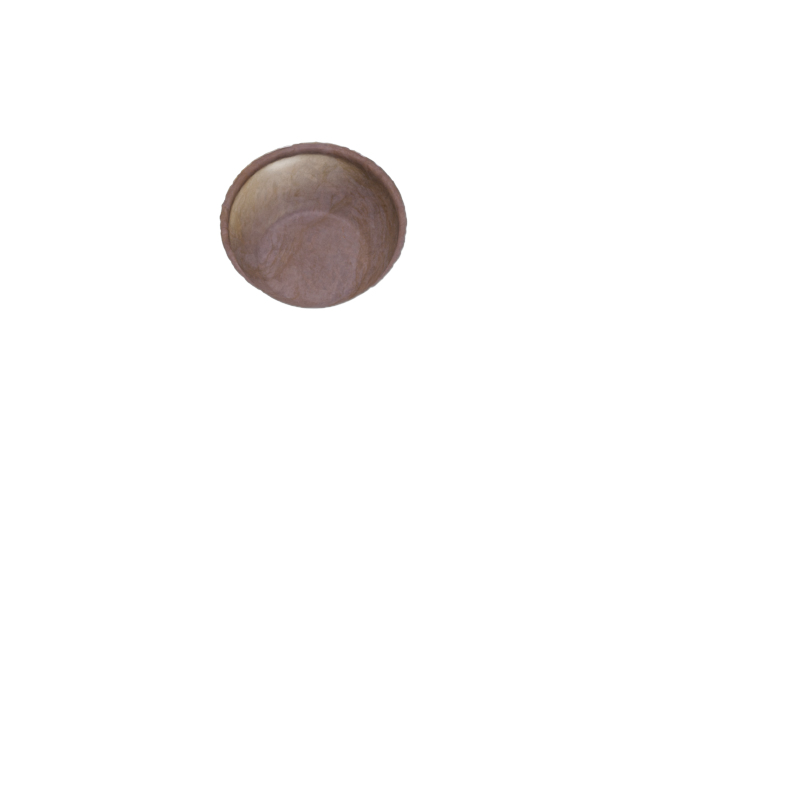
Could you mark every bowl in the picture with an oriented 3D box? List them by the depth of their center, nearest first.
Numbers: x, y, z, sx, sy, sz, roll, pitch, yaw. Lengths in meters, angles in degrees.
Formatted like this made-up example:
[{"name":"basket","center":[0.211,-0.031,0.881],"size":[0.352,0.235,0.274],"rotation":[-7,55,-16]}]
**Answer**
[{"name":"bowl","center":[-0.073,-0.133,0.935],"size":[0.162,0.152,0.059],"rotation":[1,33,-1]}]
